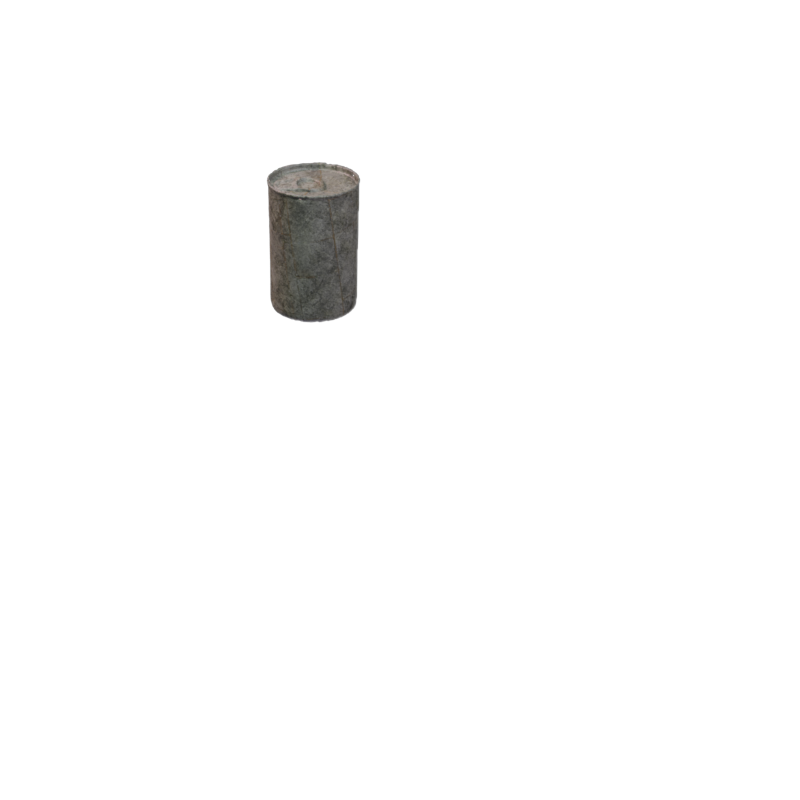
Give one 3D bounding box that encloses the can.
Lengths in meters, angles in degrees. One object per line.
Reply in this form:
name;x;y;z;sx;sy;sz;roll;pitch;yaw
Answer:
can;-0.065;-0.118;0.826;0.068;0.097;0.073;0;28;-2
